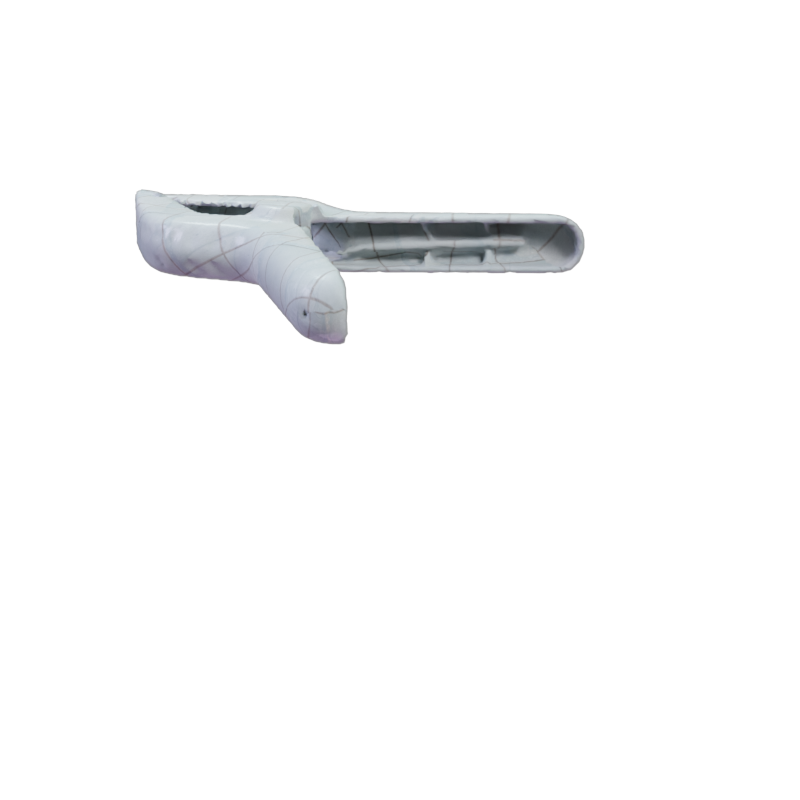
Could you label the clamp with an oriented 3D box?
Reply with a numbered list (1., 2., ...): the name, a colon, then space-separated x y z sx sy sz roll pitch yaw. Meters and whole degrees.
1. clamp: -0.038 -0.070 0.488 0.161 0.035 0.222 -15 23 -40
